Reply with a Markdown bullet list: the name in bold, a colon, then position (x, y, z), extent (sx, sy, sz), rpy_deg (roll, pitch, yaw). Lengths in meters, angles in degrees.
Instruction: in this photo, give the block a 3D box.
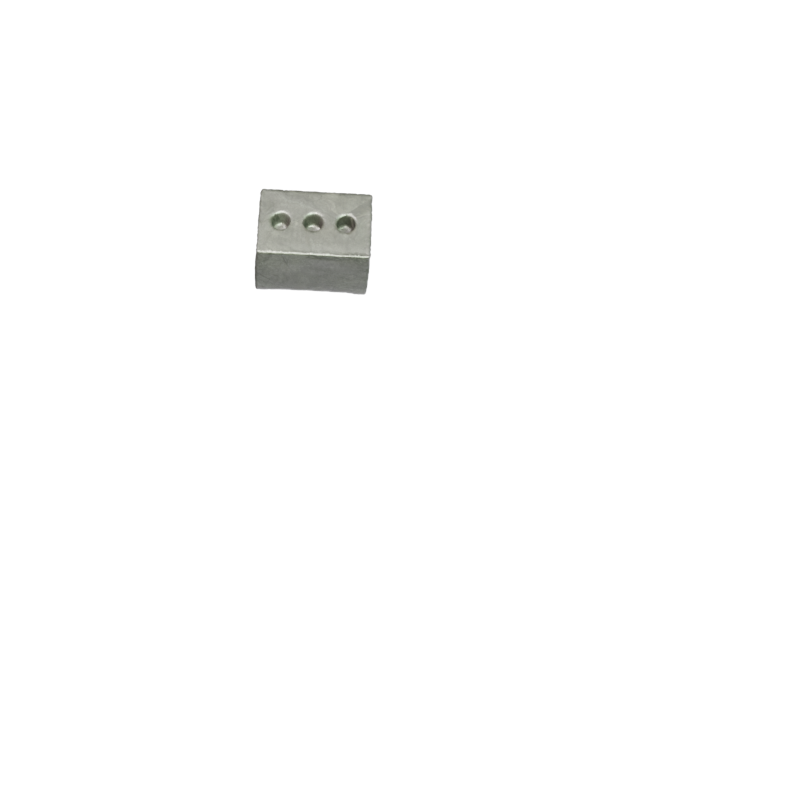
- **block**: position (-0.059, -0.108, 0.758), extent (0.078, 0.056, 0.048), rpy_deg (2, -28, 0)
